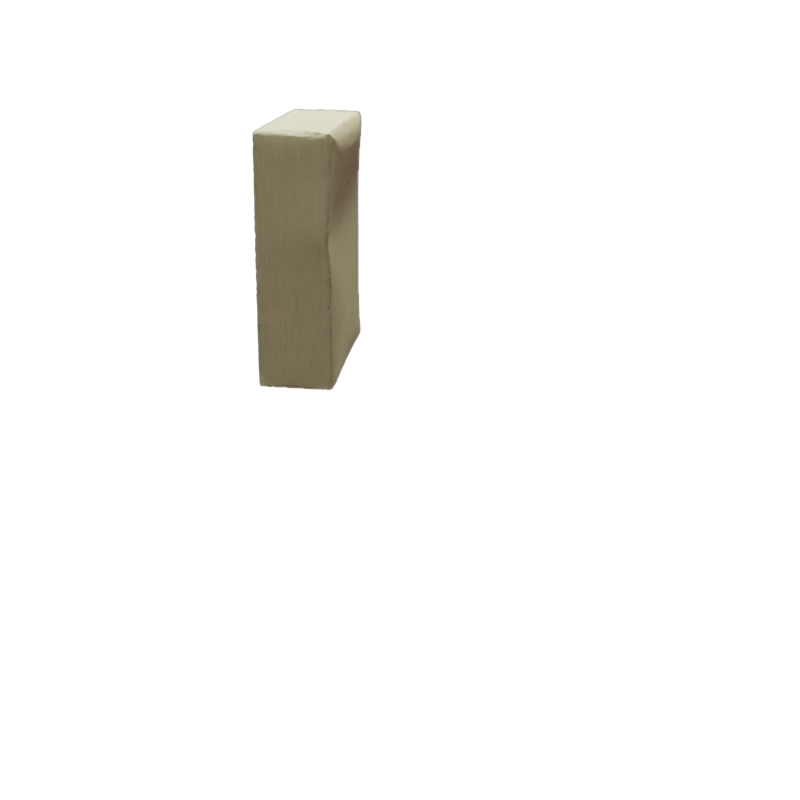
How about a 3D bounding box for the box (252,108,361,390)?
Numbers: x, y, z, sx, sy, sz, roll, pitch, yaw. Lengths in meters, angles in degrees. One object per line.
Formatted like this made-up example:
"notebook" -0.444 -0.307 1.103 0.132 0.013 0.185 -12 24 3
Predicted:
"box" -0.075 -0.137 0.961 0.073 0.207 0.168 3 17 6
